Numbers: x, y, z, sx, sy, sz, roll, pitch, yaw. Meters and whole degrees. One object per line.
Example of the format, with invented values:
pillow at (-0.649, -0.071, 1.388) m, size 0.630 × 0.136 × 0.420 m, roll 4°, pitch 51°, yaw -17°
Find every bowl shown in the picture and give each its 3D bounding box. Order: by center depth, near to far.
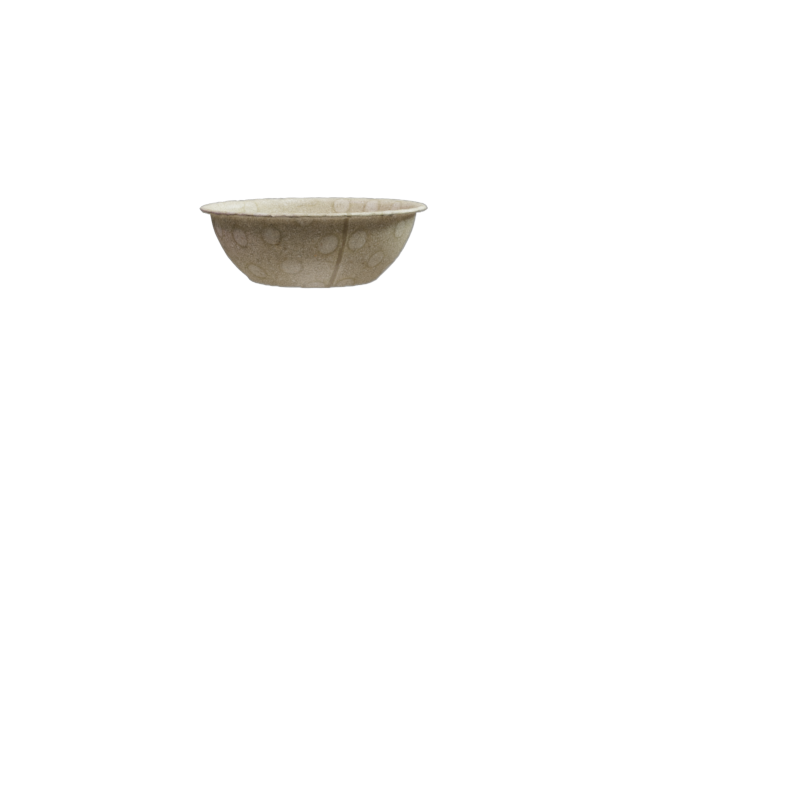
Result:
bowl at (-0.062, -0.113, 0.793) m, size 0.162 × 0.054 × 0.166 m, roll 0°, pitch 13°, yaw -2°
